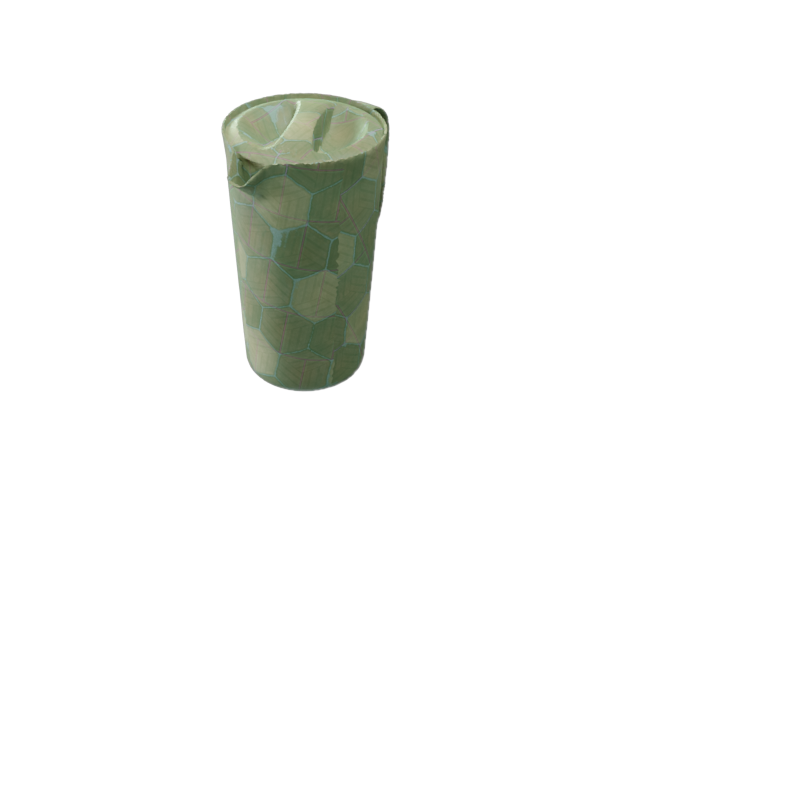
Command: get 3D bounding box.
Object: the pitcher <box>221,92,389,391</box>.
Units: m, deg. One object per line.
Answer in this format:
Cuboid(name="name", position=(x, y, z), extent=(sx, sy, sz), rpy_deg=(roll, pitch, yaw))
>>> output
Cuboid(name="pitcher", position=(-0.075, -0.137, 0.956), extent=(0.148, 0.228, 0.156), rpy_deg=(-4, 36, -8))
